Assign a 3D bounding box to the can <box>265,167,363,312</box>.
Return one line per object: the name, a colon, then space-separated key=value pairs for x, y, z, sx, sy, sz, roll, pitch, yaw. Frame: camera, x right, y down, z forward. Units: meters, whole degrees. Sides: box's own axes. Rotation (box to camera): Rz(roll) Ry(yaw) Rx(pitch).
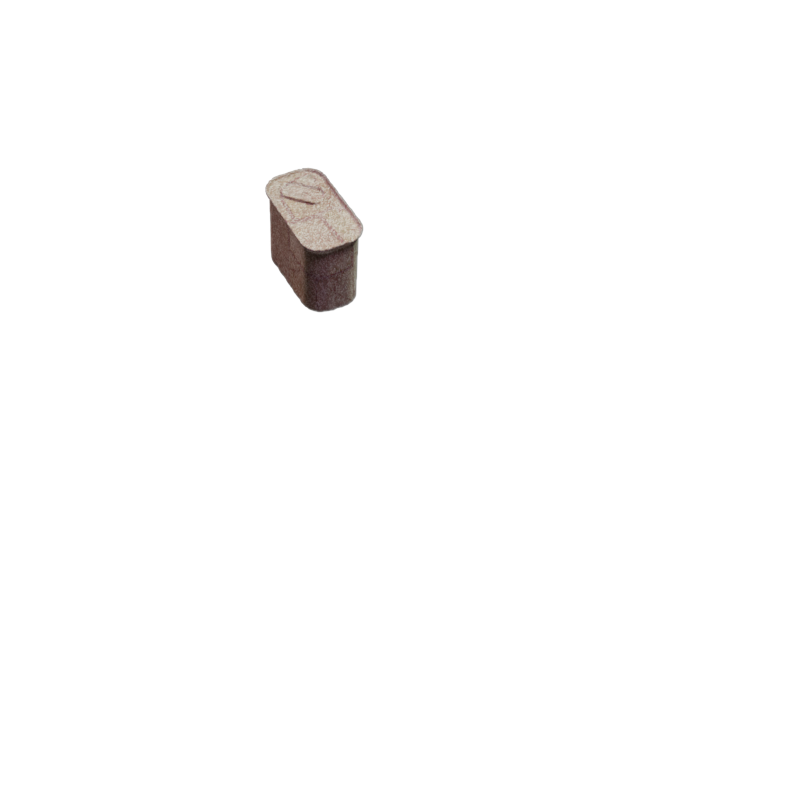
can: x=-0.076 y=-0.139 z=0.974 sx=0.057 sy=0.110 sz=0.078 roll=-20 pitch=-38 yaw=-19
